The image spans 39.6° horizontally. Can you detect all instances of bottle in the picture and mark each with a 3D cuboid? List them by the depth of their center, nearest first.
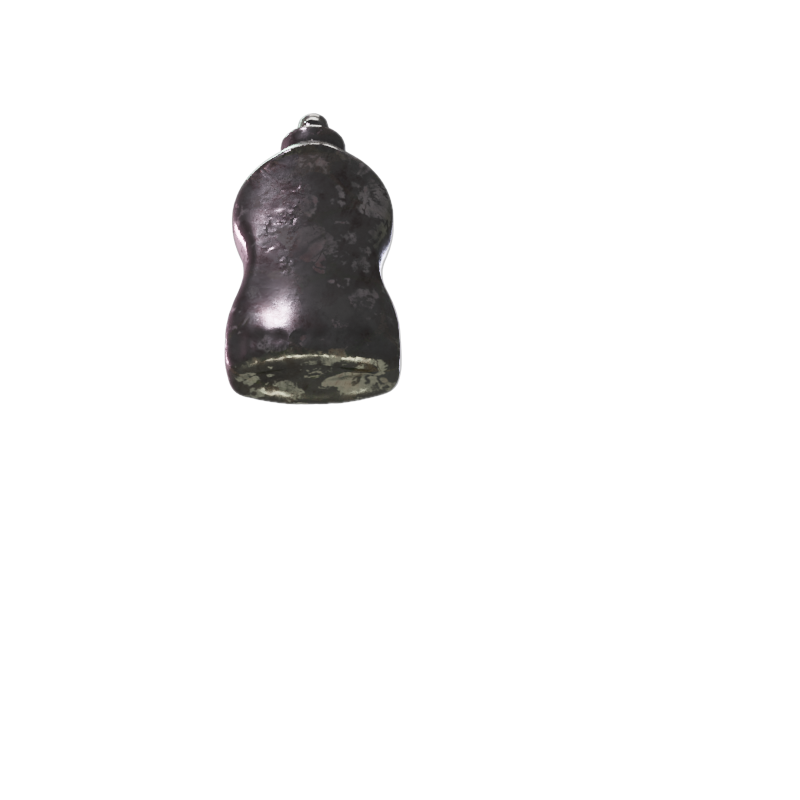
[{"bbox_3d":[-0.051,-0.094,0.654,0.096,0.205,0.054,-3,-34,1],"label":"bottle"}]
